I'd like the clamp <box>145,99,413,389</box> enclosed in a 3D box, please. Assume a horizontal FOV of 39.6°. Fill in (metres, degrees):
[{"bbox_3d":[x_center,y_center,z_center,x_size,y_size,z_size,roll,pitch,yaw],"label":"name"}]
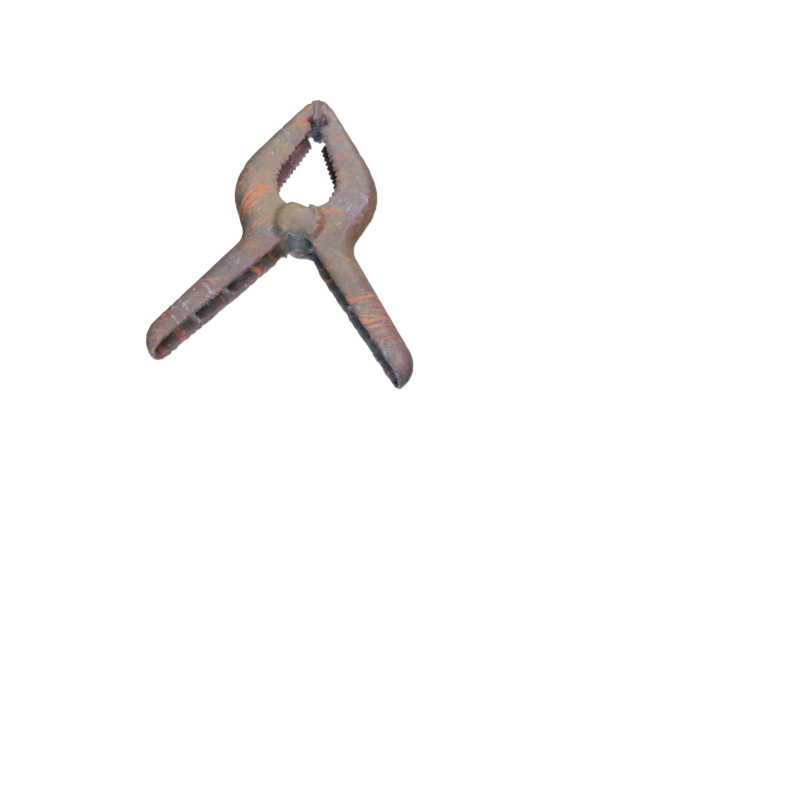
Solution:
[{"bbox_3d":[-0.057,-0.103,0.722,0.167,0.221,0.034,12,-29,6],"label":"clamp"}]
